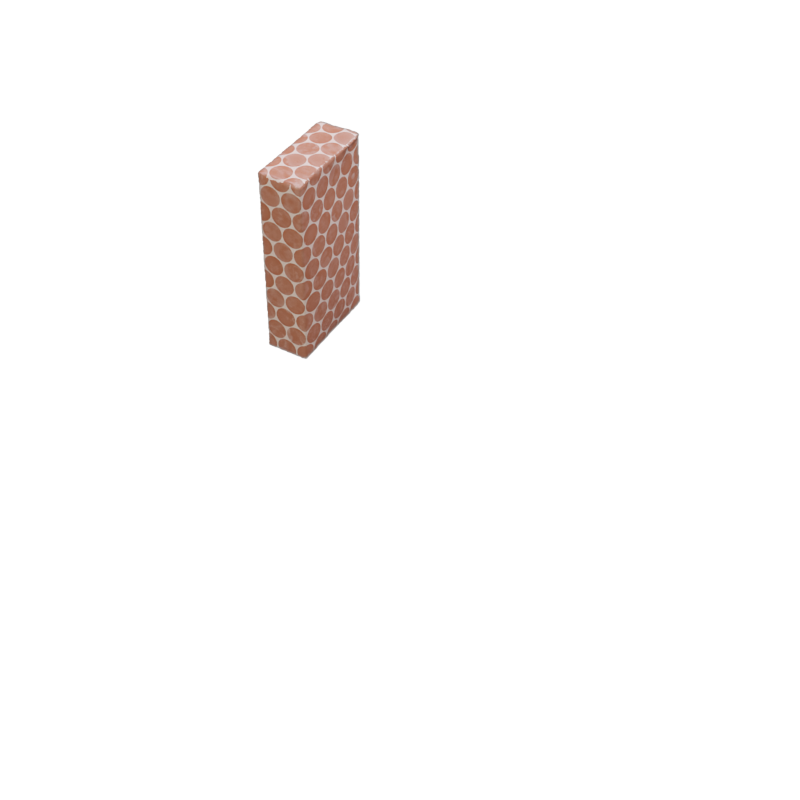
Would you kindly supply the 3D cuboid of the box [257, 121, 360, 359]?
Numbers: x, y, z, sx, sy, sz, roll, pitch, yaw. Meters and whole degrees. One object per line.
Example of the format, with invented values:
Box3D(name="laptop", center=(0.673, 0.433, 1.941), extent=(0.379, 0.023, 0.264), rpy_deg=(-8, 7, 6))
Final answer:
Box3D(name="box", center=(-0.072, -0.131, 0.917), extent=(0.050, 0.164, 0.096), rpy_deg=(22, 45, 19))
